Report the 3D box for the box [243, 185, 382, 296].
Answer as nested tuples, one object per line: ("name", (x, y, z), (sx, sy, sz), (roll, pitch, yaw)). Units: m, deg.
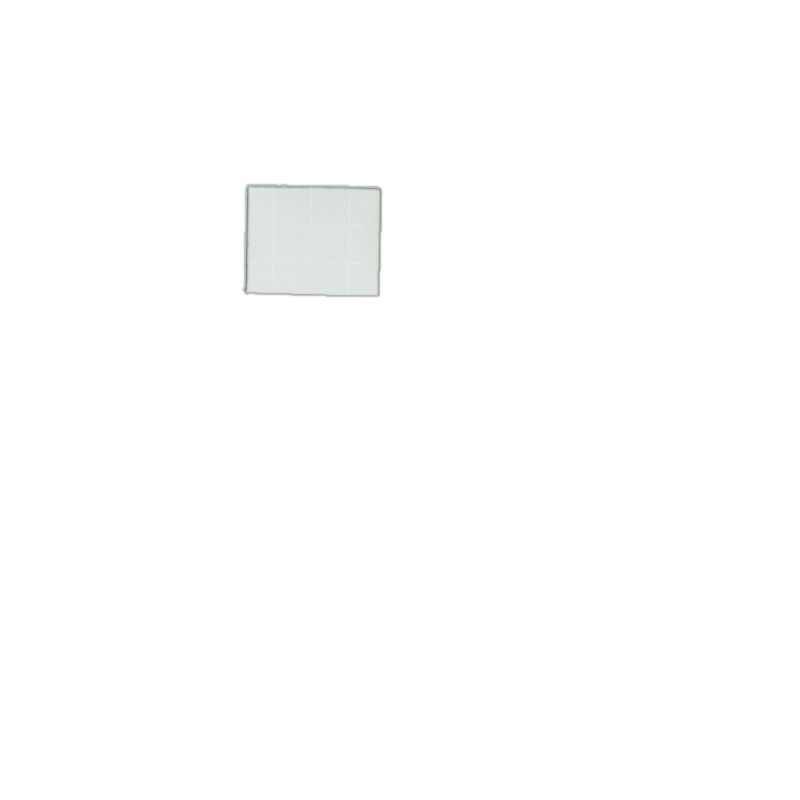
("box", (-0.072, -0.132, 0.921), (0.113, 0.090, 0.039), (1, -1, 0))
